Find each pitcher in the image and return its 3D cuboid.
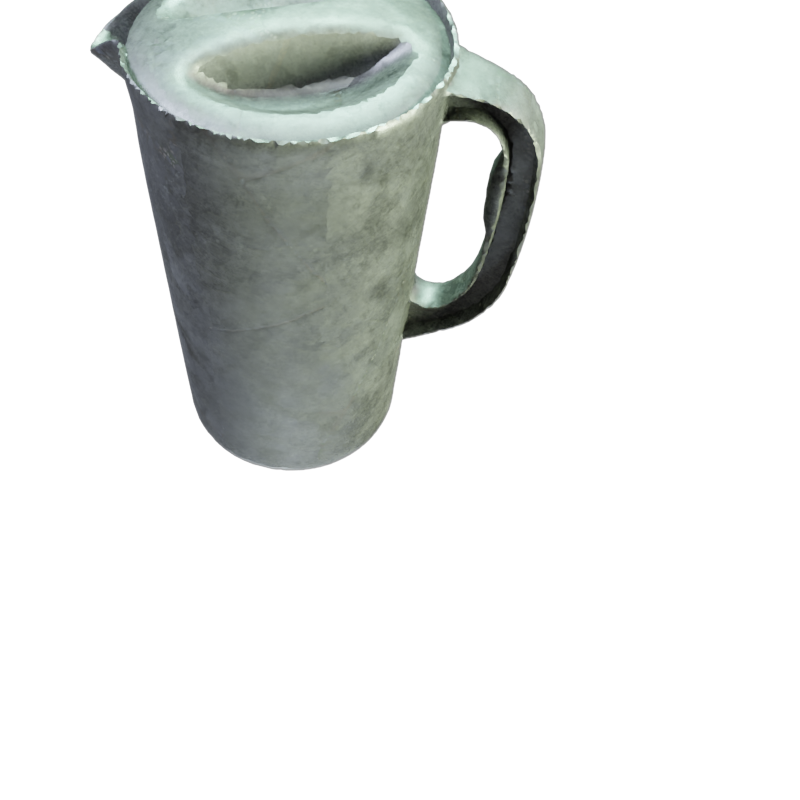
[{"bbox_3d":[-0.040,-0.073,0.510,0.144,0.160,0.226,-26,-34,-22],"label":"pitcher"}]
